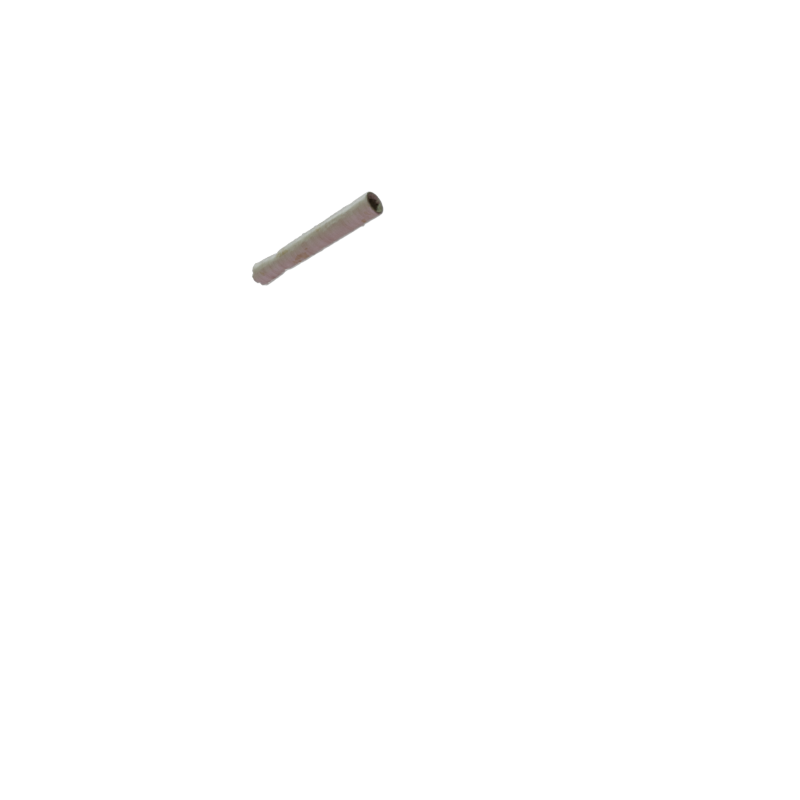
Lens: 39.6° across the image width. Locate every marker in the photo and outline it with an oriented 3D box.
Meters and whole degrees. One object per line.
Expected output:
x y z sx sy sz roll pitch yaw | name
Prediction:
-0.063 -0.115 0.807 0.121 0.020 0.019 -27 -12 32 | marker
